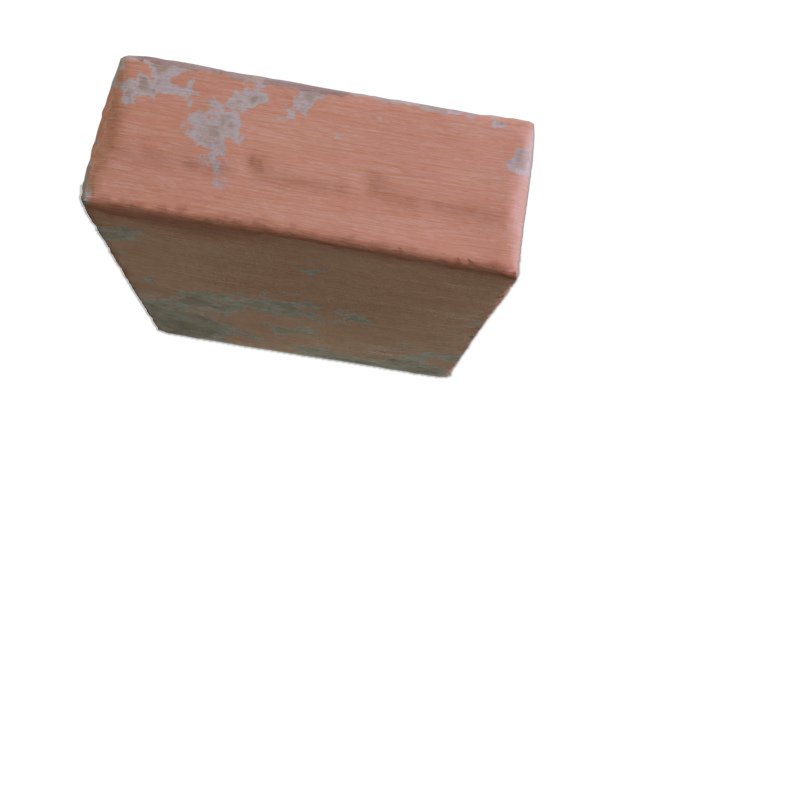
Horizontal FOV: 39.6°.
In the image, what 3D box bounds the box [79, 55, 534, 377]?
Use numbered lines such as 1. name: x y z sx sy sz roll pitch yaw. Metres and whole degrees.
1. box: -0.040 -0.073 0.509 0.164 0.074 0.207 10 -11 0
